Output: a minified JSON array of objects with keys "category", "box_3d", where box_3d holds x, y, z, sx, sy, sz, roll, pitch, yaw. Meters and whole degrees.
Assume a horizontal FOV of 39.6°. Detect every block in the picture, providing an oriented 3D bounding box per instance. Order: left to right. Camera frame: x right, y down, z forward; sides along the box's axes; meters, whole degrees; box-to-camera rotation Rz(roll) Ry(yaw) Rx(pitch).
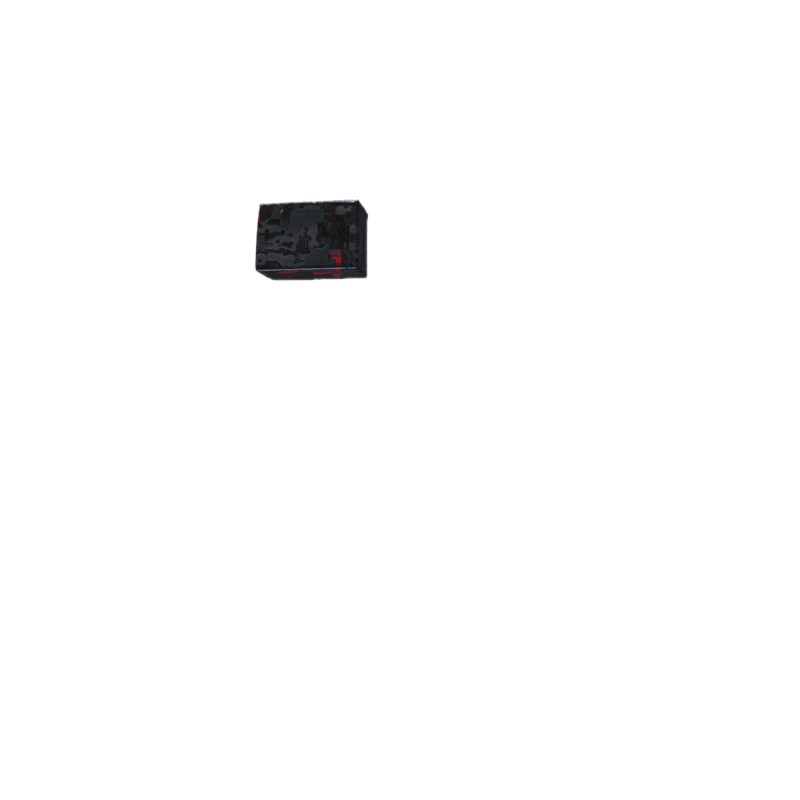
[{"category":"block","box_3d":[-0.066,-0.120,0.837,0.079,0.052,0.051,-1,-7,9]}]
